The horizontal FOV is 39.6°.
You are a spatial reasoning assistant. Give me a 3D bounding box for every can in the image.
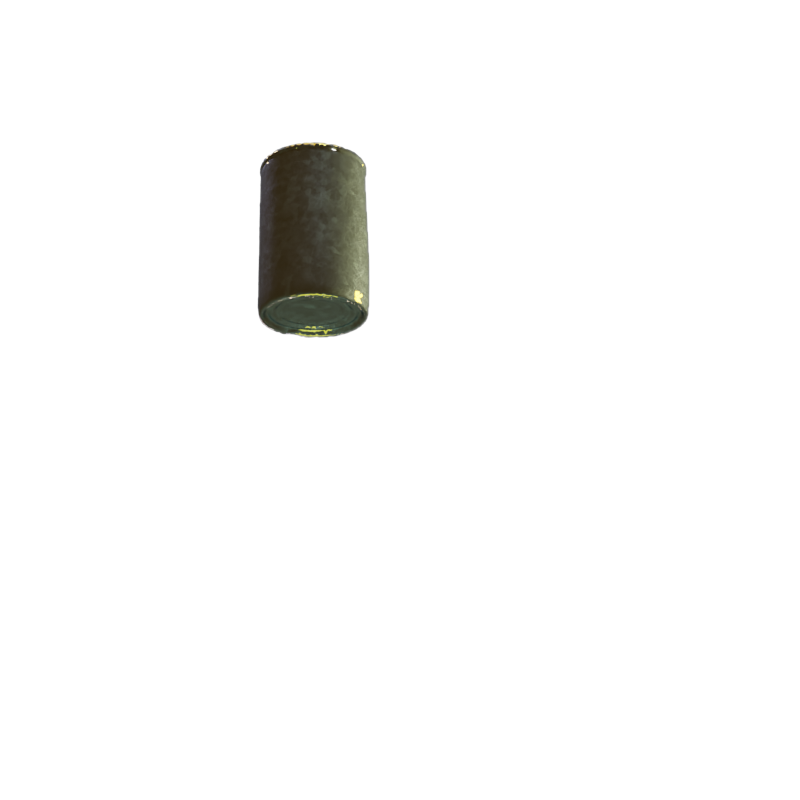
[{"bbox_3d":[-0.053,-0.097,0.681,0.068,0.108,0.065,0,-24,-2],"label":"can"}]
